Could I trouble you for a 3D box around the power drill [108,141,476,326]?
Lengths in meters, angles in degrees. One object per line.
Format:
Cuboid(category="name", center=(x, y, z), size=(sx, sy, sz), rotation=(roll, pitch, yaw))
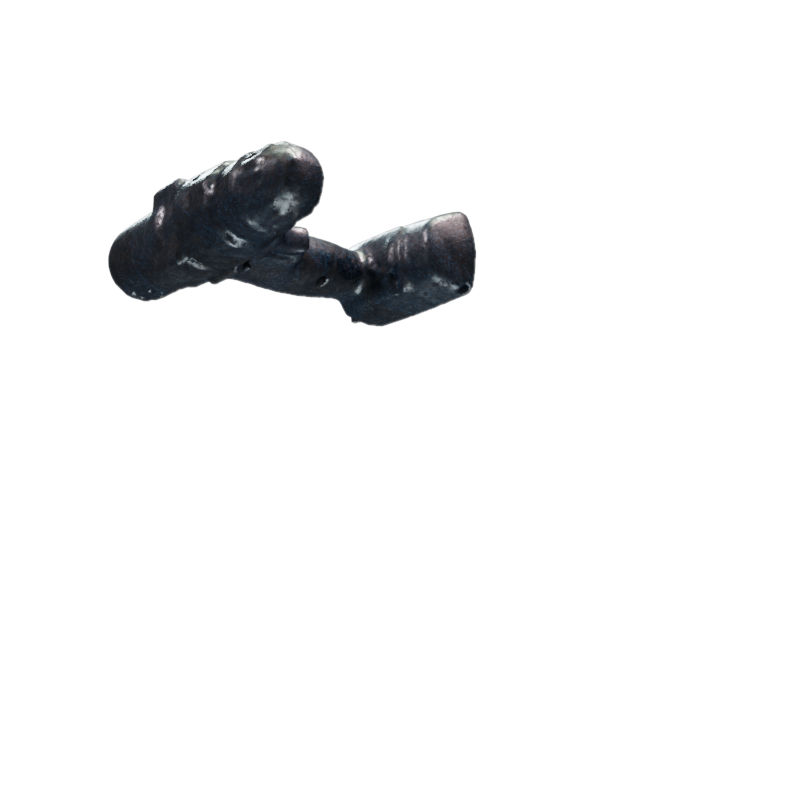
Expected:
Cuboid(category="power drill", center=(-0.049, -0.090, 0.631), size=(0.179, 0.059, 0.187), rotation=(8, -13, -37))
